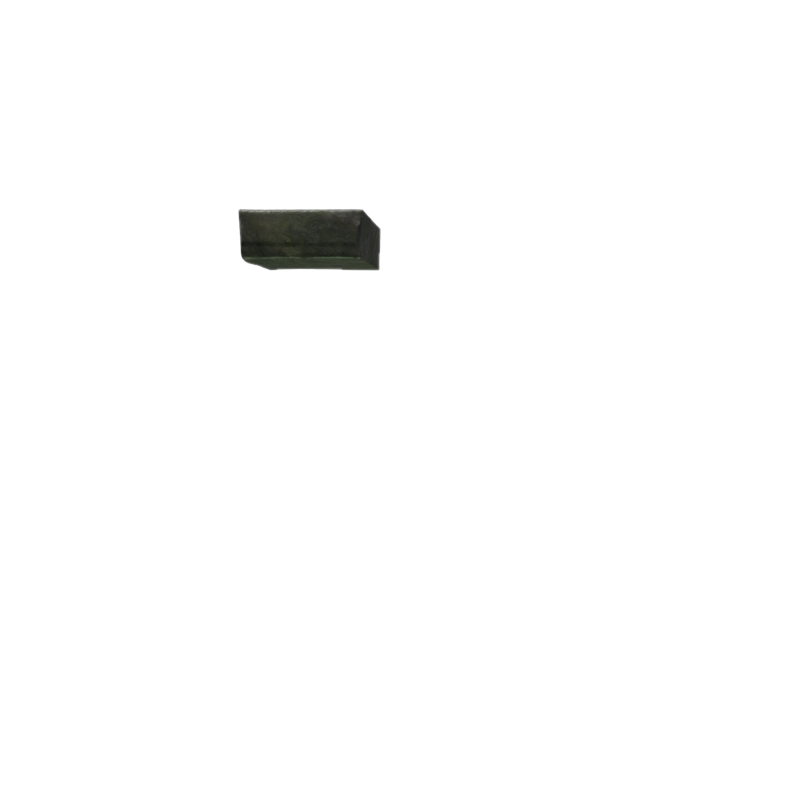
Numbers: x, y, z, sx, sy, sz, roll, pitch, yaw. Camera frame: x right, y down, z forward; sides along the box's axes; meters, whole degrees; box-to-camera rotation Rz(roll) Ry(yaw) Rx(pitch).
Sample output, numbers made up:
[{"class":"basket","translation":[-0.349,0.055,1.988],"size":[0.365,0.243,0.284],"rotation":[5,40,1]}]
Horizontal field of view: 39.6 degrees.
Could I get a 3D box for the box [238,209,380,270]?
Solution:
[{"class":"box","translation":[-0.064,-0.117,0.821],"size":[0.091,0.039,0.112],"rotation":[0,3,7]}]
